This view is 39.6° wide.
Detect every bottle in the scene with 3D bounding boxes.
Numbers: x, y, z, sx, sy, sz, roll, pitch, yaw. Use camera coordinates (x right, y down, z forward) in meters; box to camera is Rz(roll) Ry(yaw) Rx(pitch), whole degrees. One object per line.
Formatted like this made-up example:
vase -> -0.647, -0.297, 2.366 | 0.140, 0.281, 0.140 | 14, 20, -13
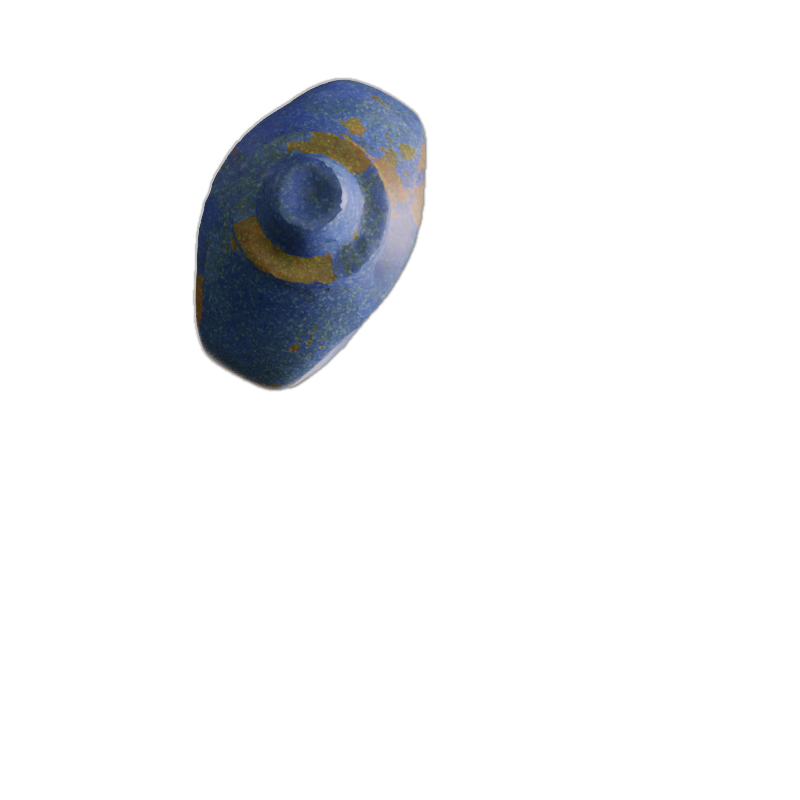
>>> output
bottle -> -0.028, -0.050, 0.351 | 0.058, 0.096, 0.191 | 30, -1, -4
